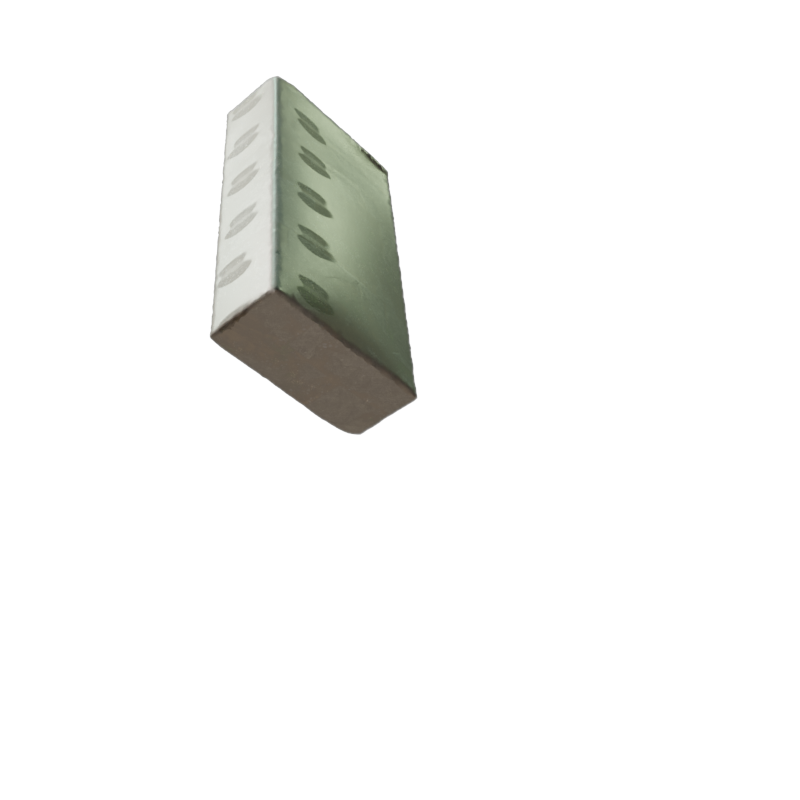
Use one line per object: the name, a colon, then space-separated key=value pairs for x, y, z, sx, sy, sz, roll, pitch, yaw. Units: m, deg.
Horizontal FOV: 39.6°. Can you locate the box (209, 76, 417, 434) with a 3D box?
box: x=-0.042 y=-0.077 z=0.539 sx=0.048 sy=0.189 sz=0.087 roll=-35 pitch=-53 yaw=27
